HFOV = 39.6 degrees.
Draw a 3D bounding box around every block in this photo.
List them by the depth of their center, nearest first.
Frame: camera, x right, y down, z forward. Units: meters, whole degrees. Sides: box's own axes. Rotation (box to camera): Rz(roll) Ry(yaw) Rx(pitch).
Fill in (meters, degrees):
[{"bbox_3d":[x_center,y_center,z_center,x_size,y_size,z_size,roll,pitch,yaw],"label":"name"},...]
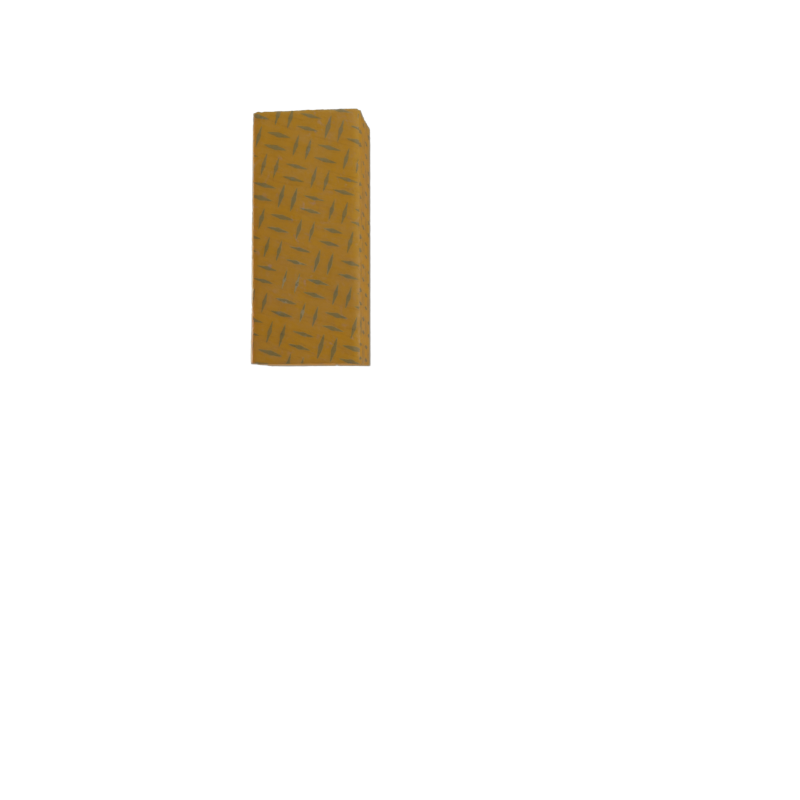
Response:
[{"bbox_3d":[-0.072,-0.133,0.930,0.091,0.210,0.088,-1,-6,6],"label":"block"}]
